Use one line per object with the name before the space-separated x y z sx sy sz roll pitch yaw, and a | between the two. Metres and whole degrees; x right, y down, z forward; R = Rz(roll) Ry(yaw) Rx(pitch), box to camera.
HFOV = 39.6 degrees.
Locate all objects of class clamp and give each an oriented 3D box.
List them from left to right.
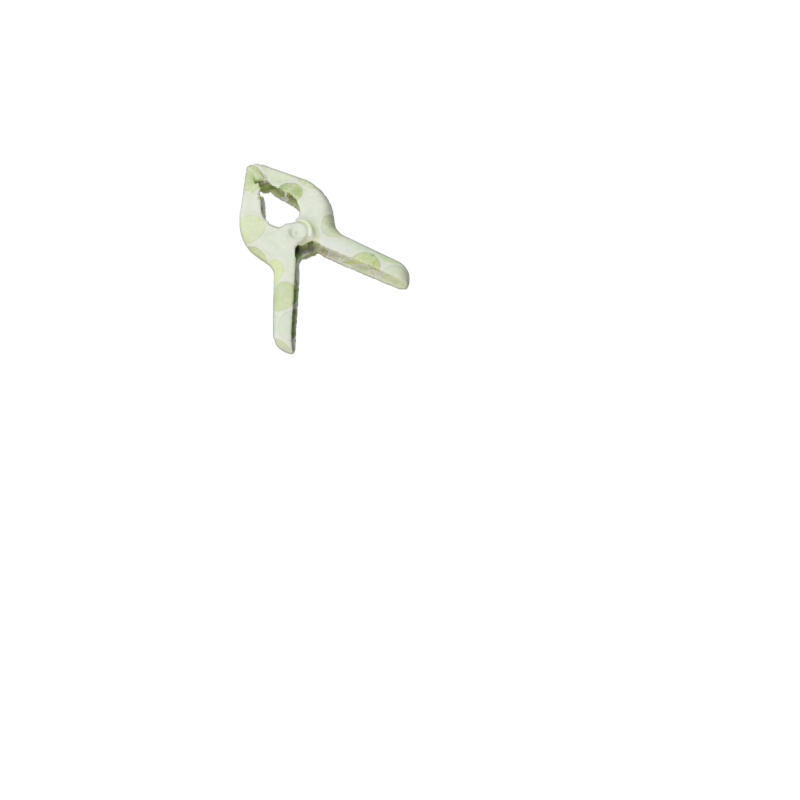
clamp | -0.072 -0.131 0.918 0.119 0.182 0.037 -20 -24 -10
